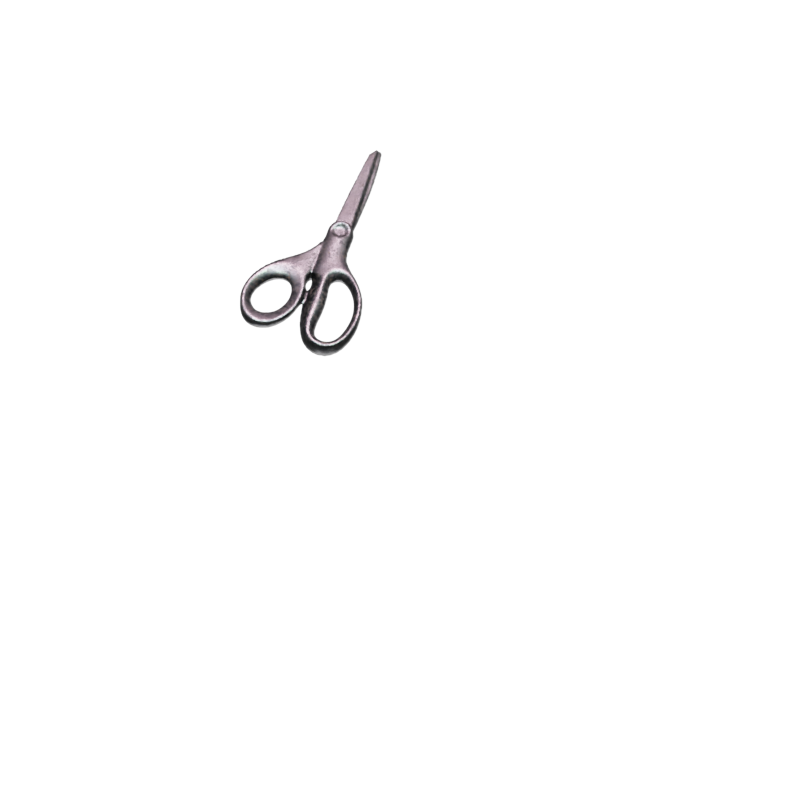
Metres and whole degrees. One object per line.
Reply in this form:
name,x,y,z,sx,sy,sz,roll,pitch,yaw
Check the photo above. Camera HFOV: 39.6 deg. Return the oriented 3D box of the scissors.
scissors,-0.065,-0.118,0.828,0.096,0.216,0.015,1,-39,1
